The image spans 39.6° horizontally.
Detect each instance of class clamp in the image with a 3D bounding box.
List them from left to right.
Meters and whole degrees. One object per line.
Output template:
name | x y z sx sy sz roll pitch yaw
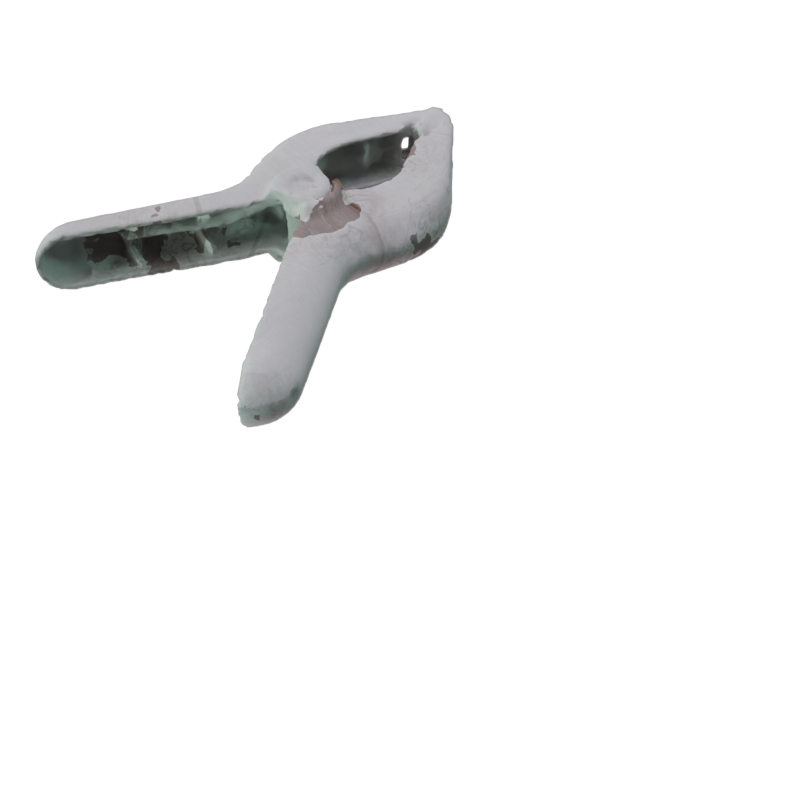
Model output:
clamp | -0.032 -0.058 0.403 0.171 0.036 0.129 -31 54 -26
